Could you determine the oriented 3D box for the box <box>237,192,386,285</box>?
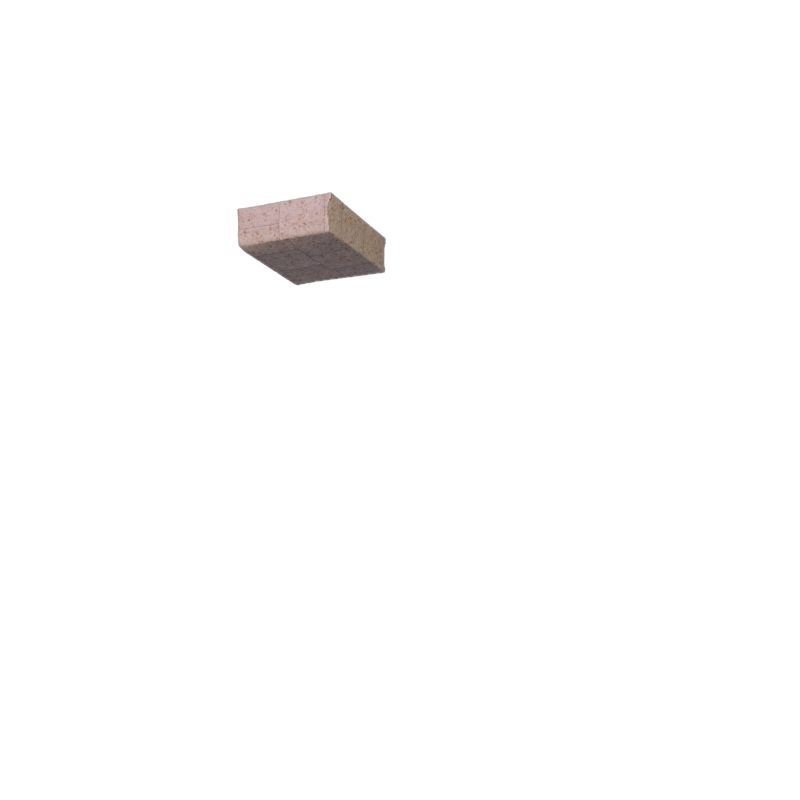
[{"bbox_3d":[-0.074,-0.135,0.949,0.092,0.040,0.107,-6,-15,24],"label":"box"}]
